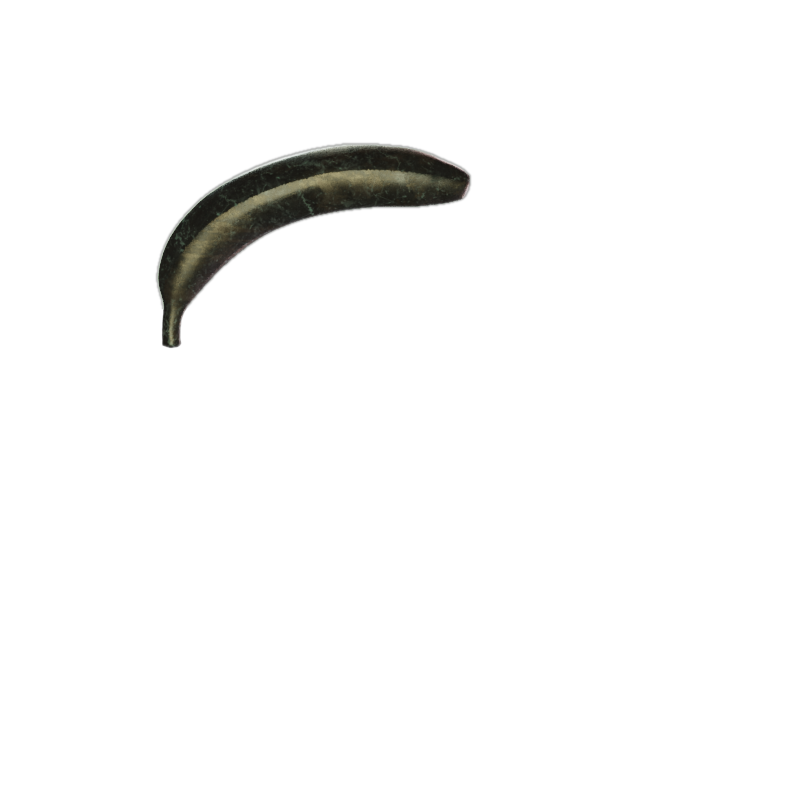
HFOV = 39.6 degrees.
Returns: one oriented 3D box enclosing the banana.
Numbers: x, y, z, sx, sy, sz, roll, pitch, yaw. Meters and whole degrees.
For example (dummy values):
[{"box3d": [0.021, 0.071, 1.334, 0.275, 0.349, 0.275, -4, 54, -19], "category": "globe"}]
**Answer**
[{"box3d": [-0.061, -0.104, 0.627, 0.198, 0.067, 0.038, -26, 14, 6], "category": "banana"}]
